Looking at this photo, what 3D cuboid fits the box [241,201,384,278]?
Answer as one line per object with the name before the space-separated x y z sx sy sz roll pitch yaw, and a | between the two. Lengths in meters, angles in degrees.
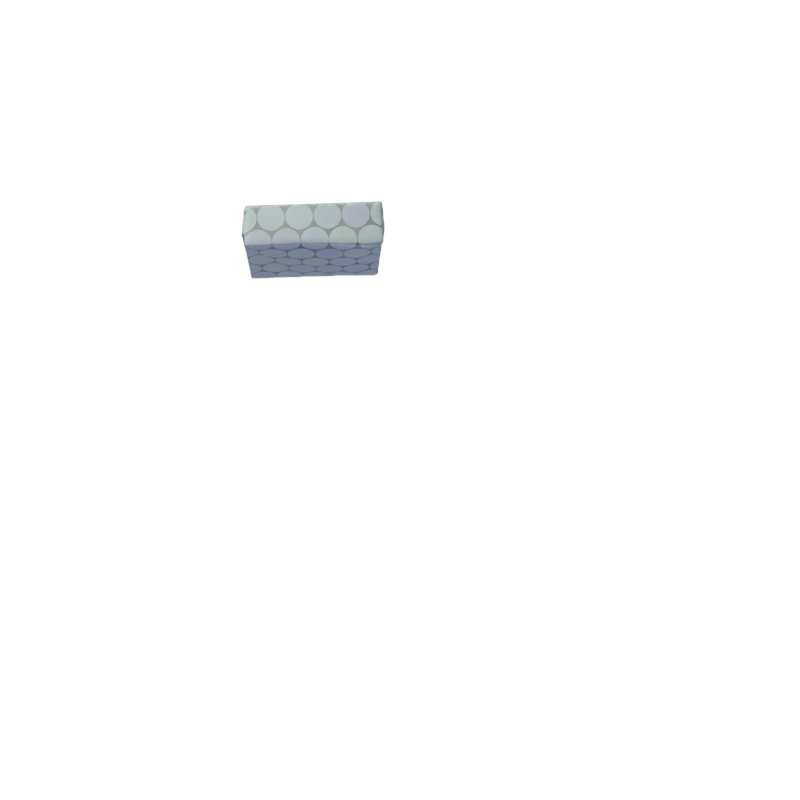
box | -0.072 -0.131 0.916 0.113 0.040 0.087 0 -12 -2
